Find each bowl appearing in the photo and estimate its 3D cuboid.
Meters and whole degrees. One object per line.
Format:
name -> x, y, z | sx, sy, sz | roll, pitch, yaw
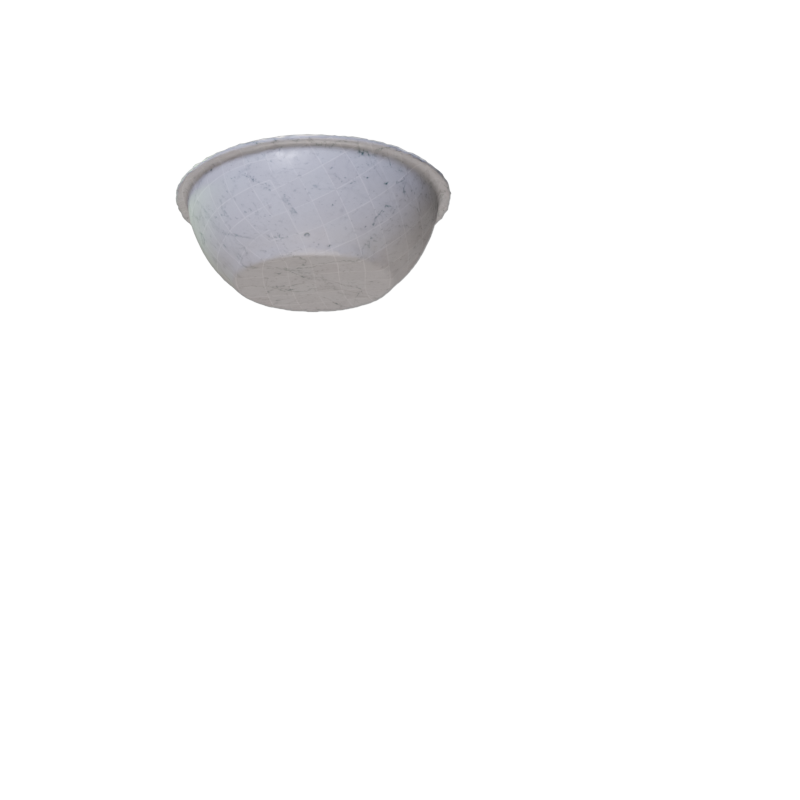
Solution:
bowl -> -0.050, -0.092, 0.643 | 0.162, 0.058, 0.155 | 0, -17, -2
